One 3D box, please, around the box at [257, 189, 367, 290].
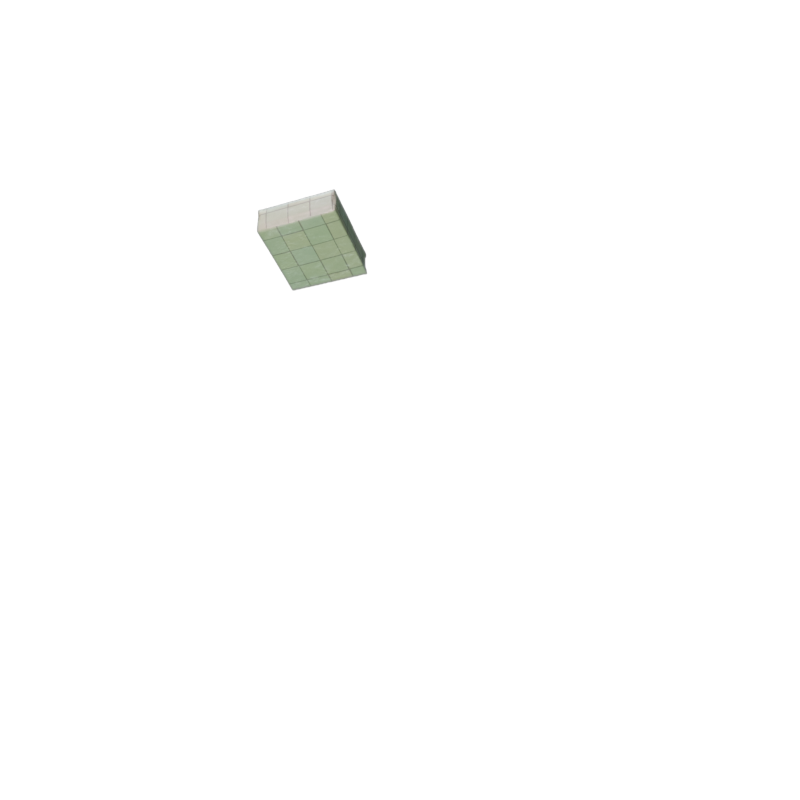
[{"bbox_3d":[-0.077,-0.141,0.988,0.074,0.032,0.082,-13,-40,15],"label":"box"}]
